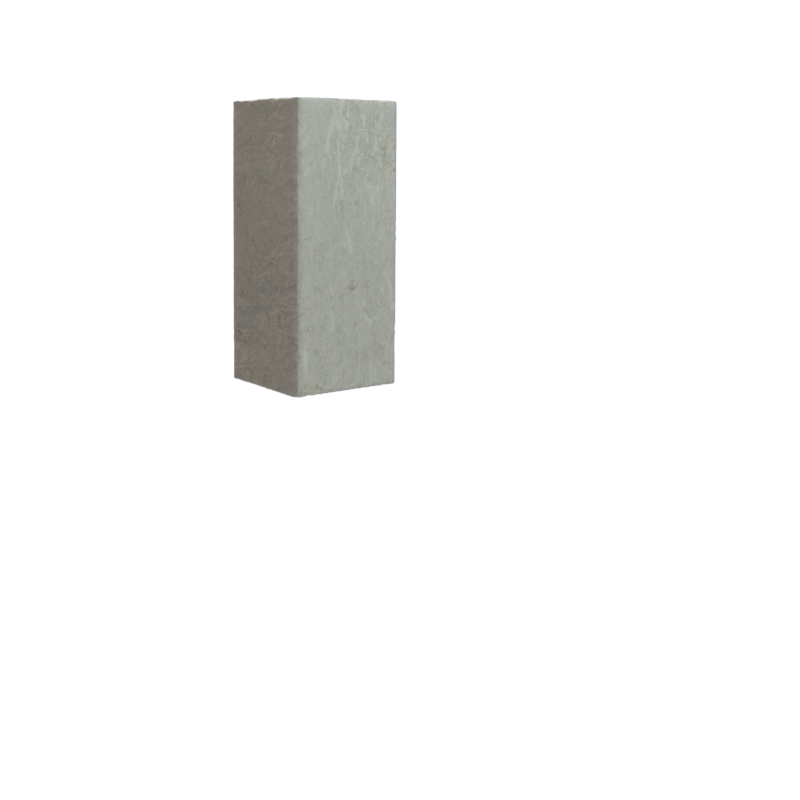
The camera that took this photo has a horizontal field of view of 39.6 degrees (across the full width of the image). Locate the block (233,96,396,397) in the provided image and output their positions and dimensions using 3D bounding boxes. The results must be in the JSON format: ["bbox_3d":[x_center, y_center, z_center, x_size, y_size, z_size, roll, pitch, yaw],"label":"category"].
[{"bbox_3d":[-0.064,-0.116,0.816,0.088,0.204,0.094,-4,7,-37],"label":"block"}]
